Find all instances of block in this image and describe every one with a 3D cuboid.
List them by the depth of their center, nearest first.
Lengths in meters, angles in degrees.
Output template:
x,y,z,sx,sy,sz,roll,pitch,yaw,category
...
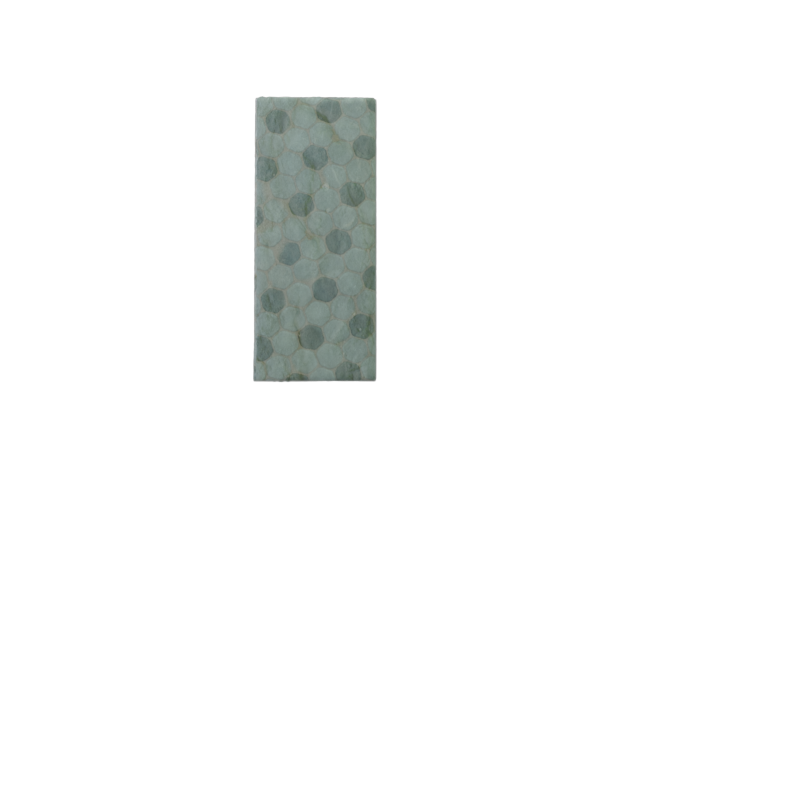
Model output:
x,y,z,sx,sy,sz,roll,pitch,yaw,category
-0.065,-0.120,0.840,0.090,0.208,0.090,0,-3,-4,block
